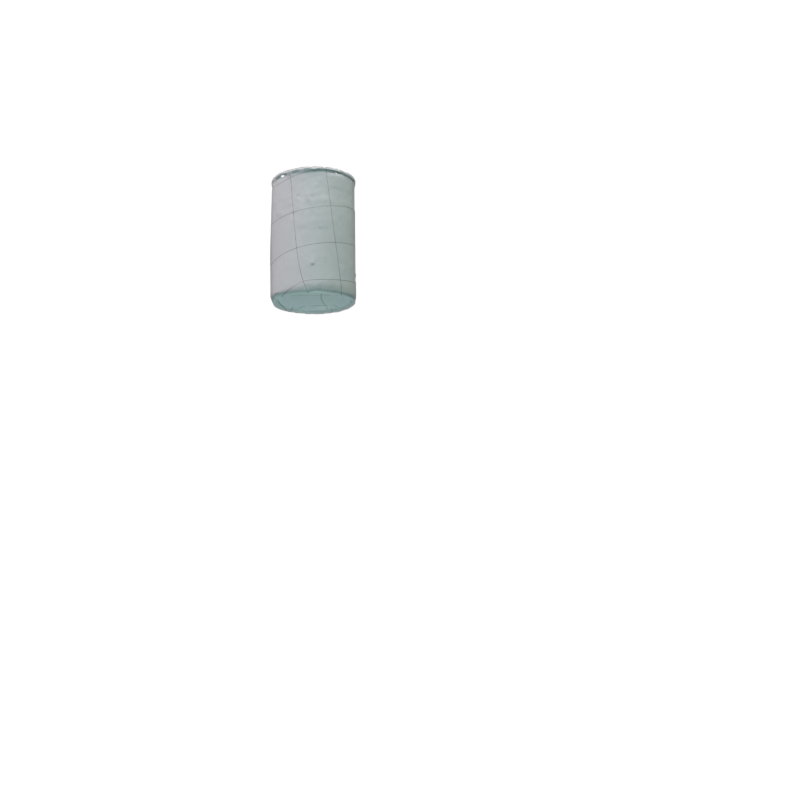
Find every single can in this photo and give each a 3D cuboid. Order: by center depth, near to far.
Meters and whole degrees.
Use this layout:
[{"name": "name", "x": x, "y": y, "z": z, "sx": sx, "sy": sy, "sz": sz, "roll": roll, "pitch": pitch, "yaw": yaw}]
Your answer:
[{"name": "can", "x": -0.069, "y": -0.125, "z": 0.878, "sx": 0.068, "sy": 0.106, "sz": 0.066, "roll": 0, "pitch": -16, "yaw": -2}]
